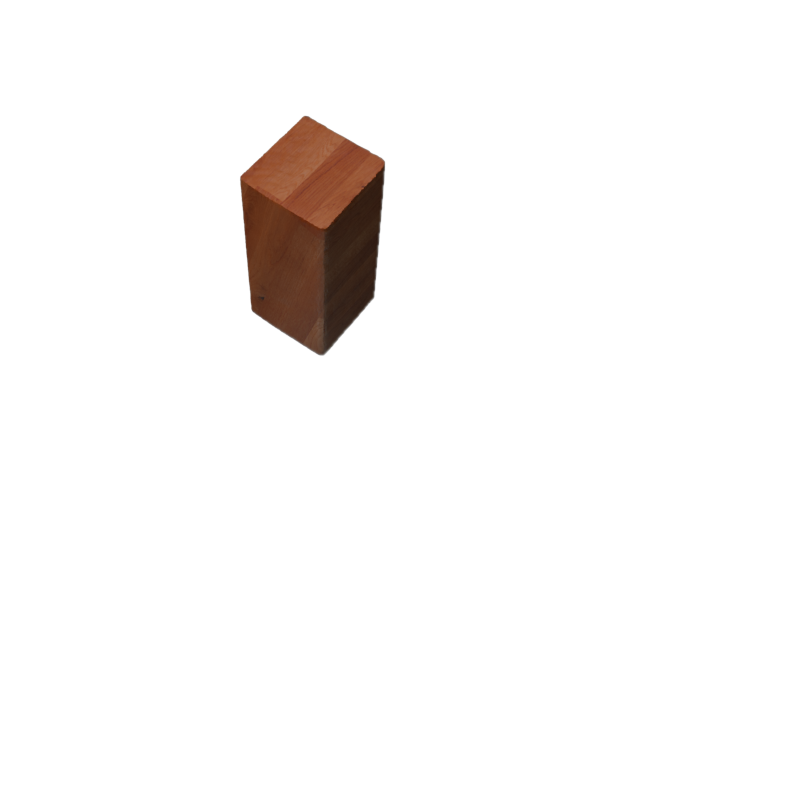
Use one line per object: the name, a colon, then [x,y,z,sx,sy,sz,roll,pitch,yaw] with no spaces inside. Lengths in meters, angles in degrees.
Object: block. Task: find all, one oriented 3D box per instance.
block: [-0.077,-0.141,0.994,0.094,0.093,0.193,33,-27,15]
